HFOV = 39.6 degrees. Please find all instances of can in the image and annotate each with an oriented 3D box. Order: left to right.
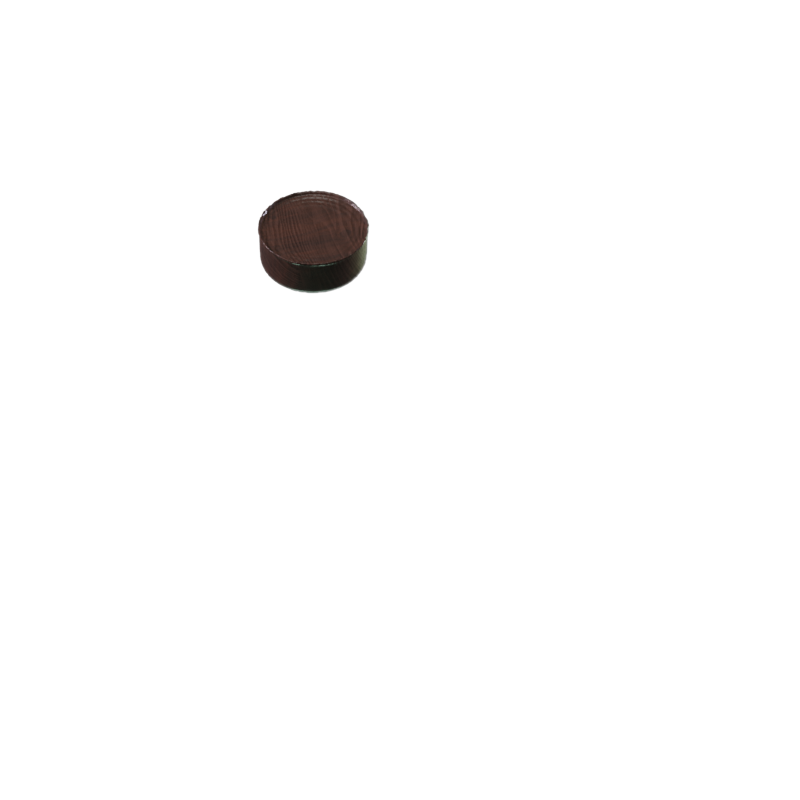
[{"bbox_3d":[-0.068,-0.124,0.867,0.086,0.092,0.031,-1,-43,-1],"label":"can"}]
